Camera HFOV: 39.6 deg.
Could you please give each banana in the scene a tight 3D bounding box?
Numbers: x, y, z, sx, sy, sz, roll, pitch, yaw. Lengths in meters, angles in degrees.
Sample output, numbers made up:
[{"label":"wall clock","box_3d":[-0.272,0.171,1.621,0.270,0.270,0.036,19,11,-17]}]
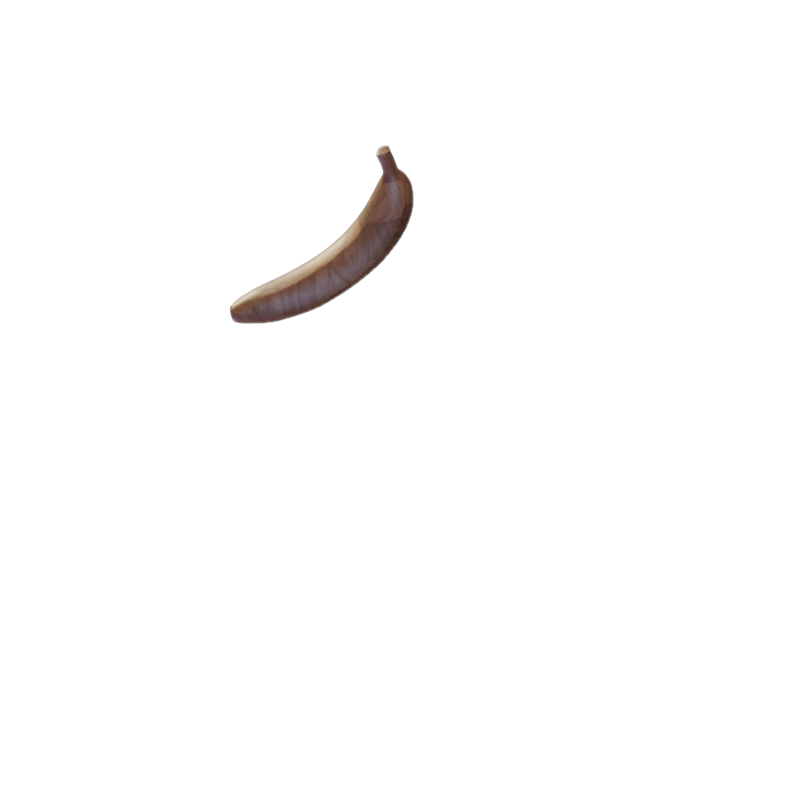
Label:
[{"label":"banana","box_3d":[-0.051,-0.117,0.866,0.066,0.194,0.039,35,27,-22]}]
